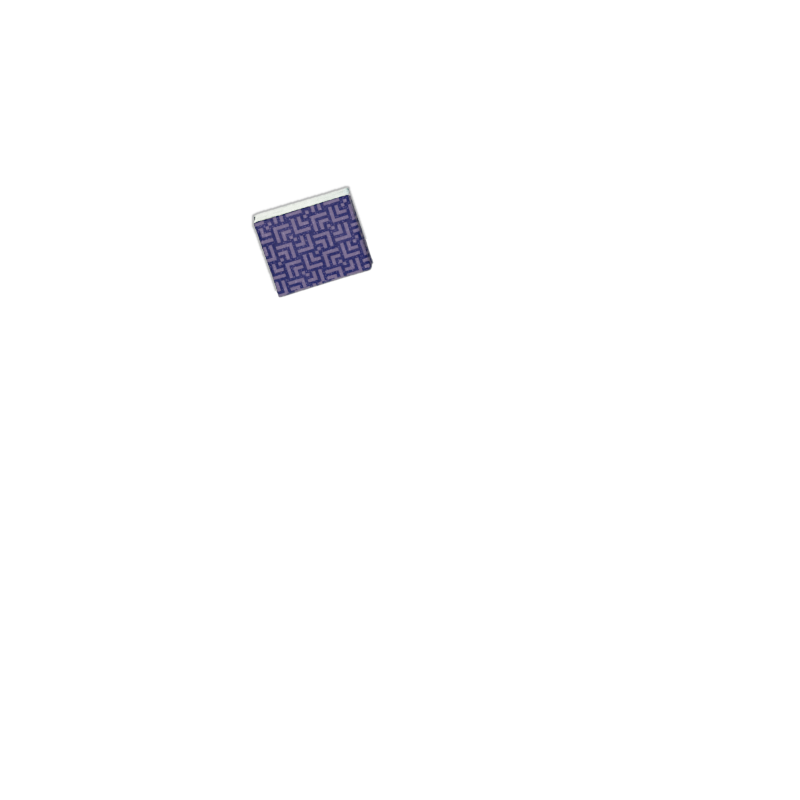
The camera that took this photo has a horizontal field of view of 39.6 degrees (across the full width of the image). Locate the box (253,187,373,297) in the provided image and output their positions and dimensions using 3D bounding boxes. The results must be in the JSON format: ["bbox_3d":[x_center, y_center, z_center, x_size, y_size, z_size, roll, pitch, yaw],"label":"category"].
[{"bbox_3d":[-0.076,-0.139,0.973,0.089,0.070,0.032,-17,19,5],"label":"box"}]
